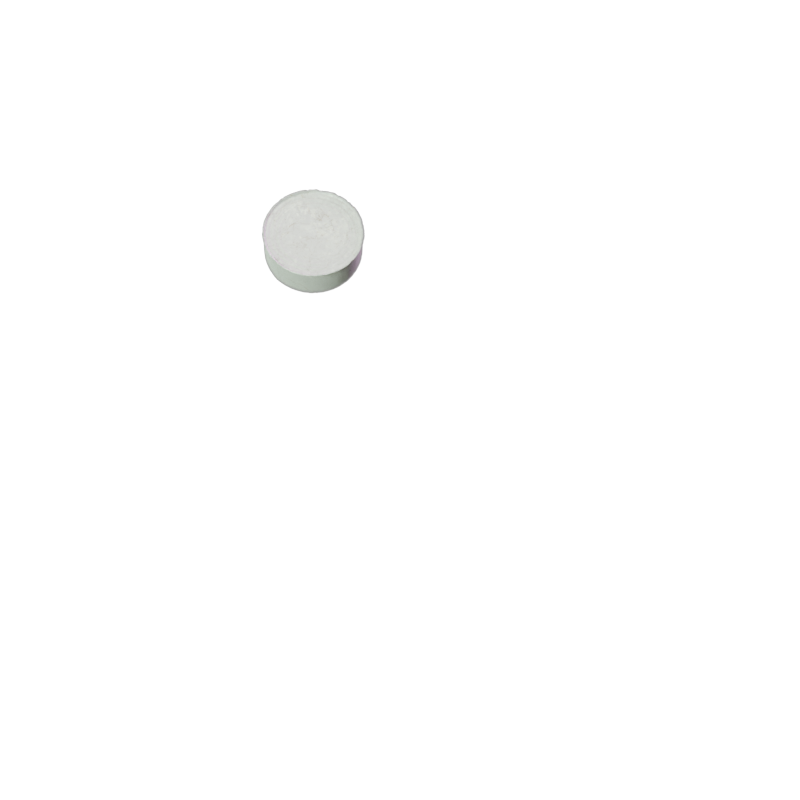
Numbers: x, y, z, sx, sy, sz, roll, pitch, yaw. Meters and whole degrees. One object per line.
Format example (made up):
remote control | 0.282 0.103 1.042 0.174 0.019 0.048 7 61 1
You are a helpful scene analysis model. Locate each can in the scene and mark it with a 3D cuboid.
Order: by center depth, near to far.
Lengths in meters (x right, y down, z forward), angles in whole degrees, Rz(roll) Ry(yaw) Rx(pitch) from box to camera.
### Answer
can | -0.074 -0.134 0.942 0.086 0.091 0.032 -1 -29 -1
